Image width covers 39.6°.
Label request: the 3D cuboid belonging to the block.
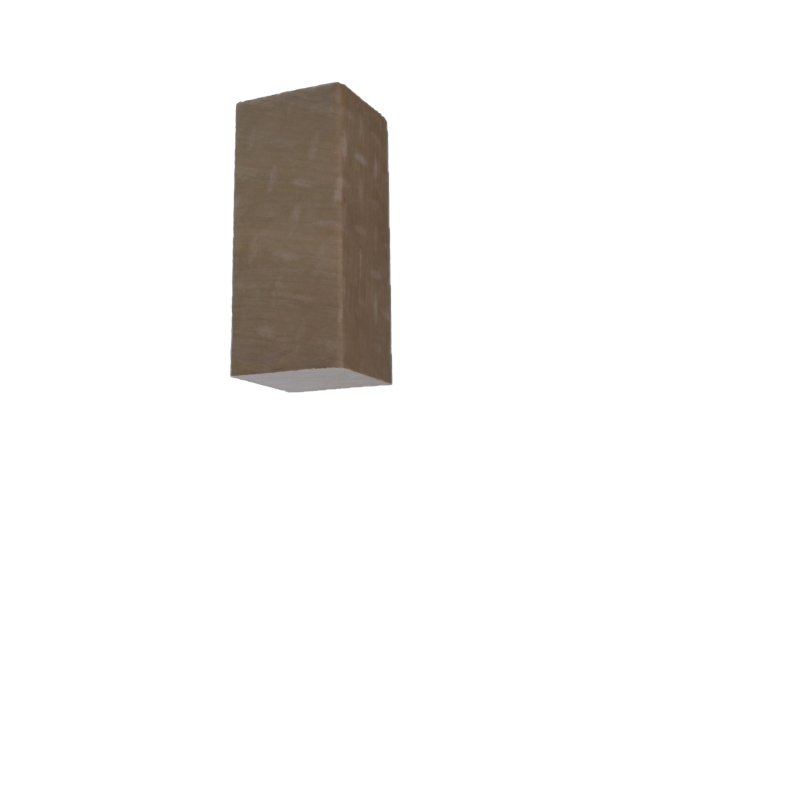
[{"bbox_3d":[-0.063,-0.117,0.817,0.092,0.214,0.085,-8,-16,24],"label":"block"}]
